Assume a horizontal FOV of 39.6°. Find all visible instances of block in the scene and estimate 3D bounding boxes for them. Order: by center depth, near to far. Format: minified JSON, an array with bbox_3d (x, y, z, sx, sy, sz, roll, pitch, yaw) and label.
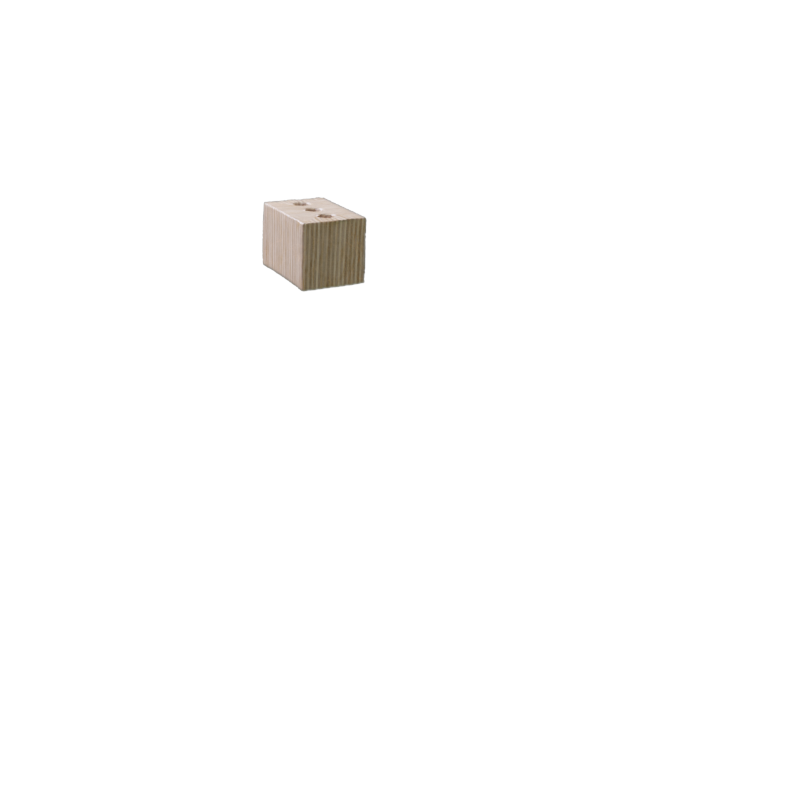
[{"bbox_3d":[-0.065,-0.118,0.828,0.051,0.049,0.083,-9,22,-26],"label":"block"}]
